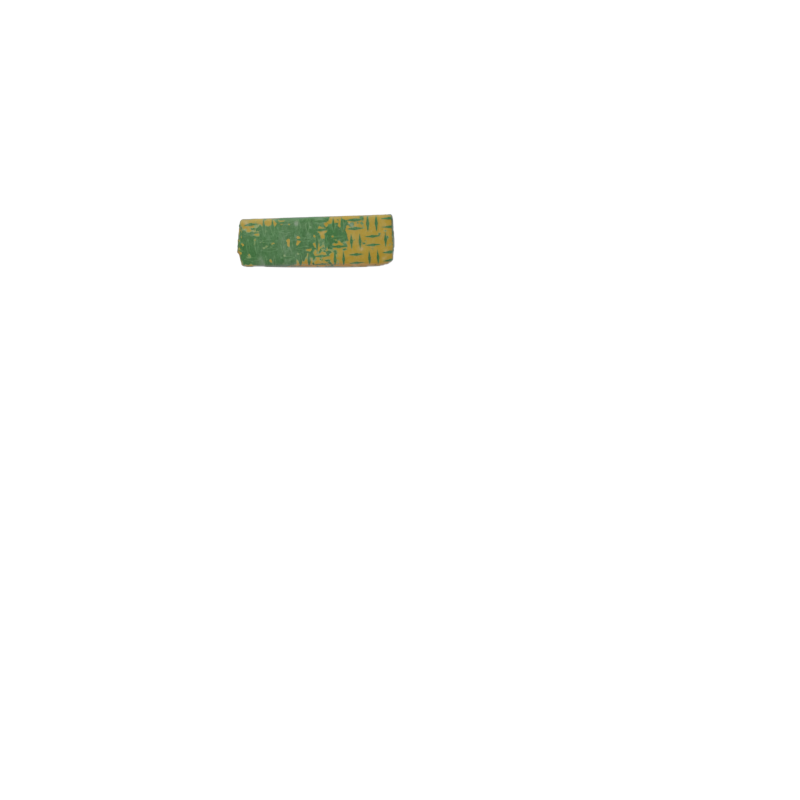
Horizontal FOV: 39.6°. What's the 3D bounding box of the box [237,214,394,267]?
[{"bbox_3d":[-0.065,-0.119,0.835,0.113,0.039,0.091,-1,6,-5],"label":"box"}]
